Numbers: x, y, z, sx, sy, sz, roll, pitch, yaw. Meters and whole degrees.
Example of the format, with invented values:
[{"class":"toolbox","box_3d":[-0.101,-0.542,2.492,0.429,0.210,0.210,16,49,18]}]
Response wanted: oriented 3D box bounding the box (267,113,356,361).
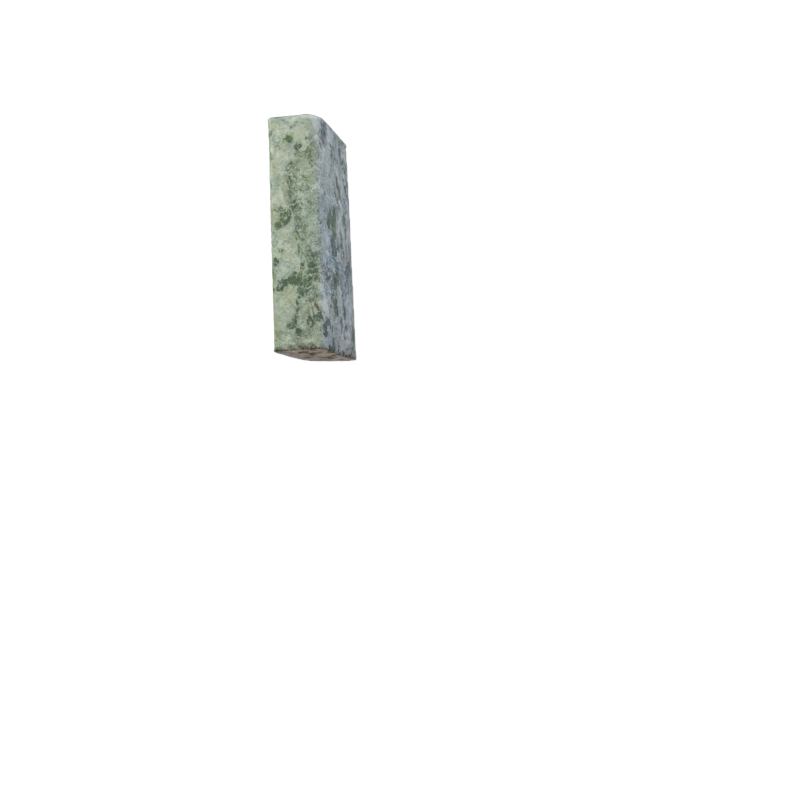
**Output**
[{"class":"box","box_3d":[-0.066,-0.120,0.841,0.049,0.181,0.090,-3,-9,12]}]
